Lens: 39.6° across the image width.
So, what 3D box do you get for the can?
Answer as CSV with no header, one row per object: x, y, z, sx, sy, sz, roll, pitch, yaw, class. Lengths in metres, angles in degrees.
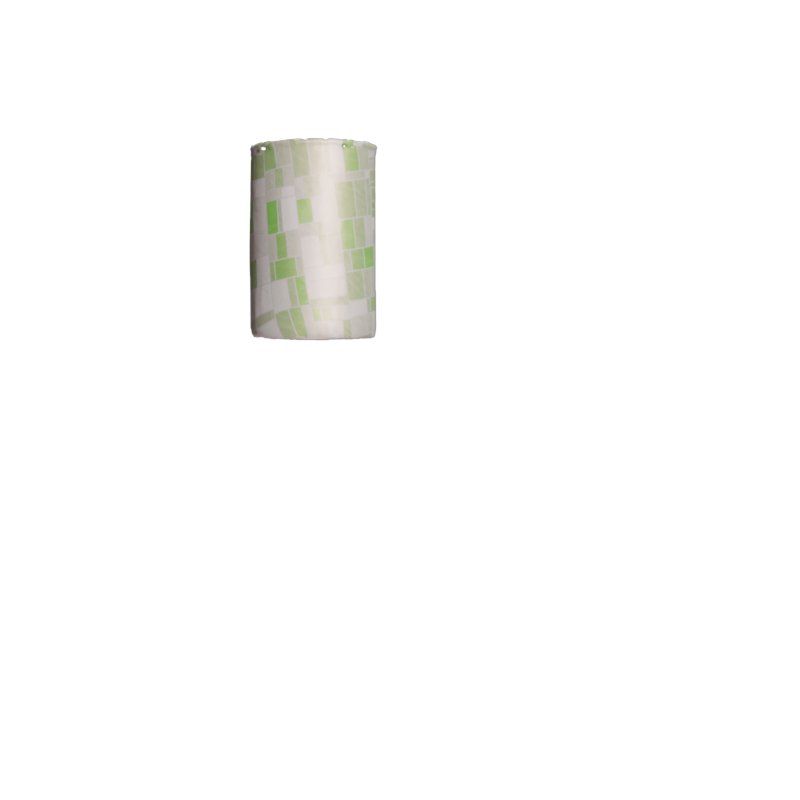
-0.046,-0.084,0.590,0.068,0.103,0.068,0,-1,-2,can
